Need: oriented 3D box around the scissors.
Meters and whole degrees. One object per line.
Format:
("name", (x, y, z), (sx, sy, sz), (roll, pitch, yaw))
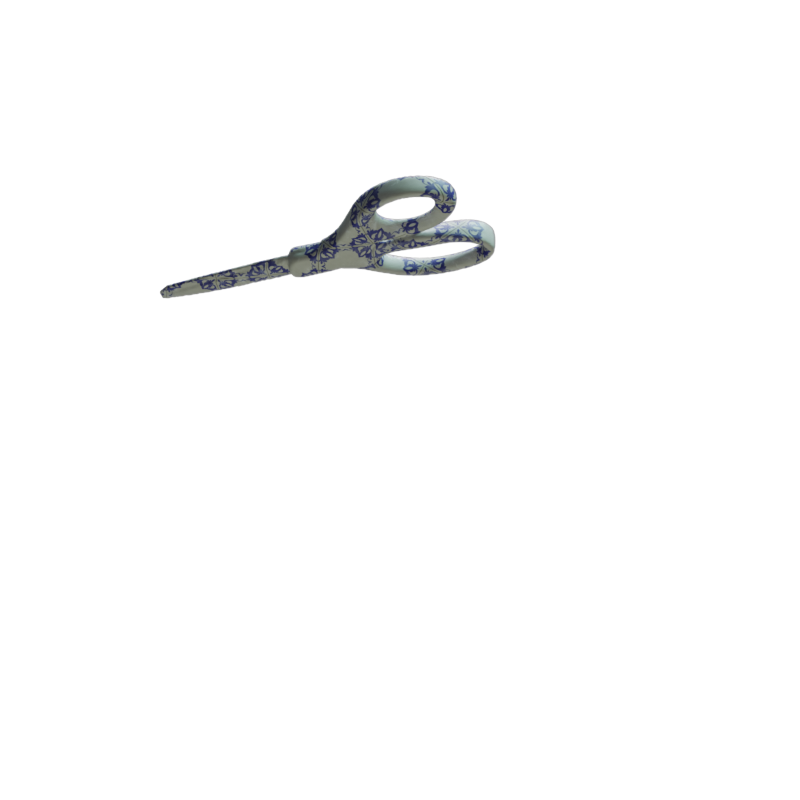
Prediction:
("scissors", (-0.049, -0.089, 0.622), (0.203, 0.017, 0.090), (-3, -27, 7))
